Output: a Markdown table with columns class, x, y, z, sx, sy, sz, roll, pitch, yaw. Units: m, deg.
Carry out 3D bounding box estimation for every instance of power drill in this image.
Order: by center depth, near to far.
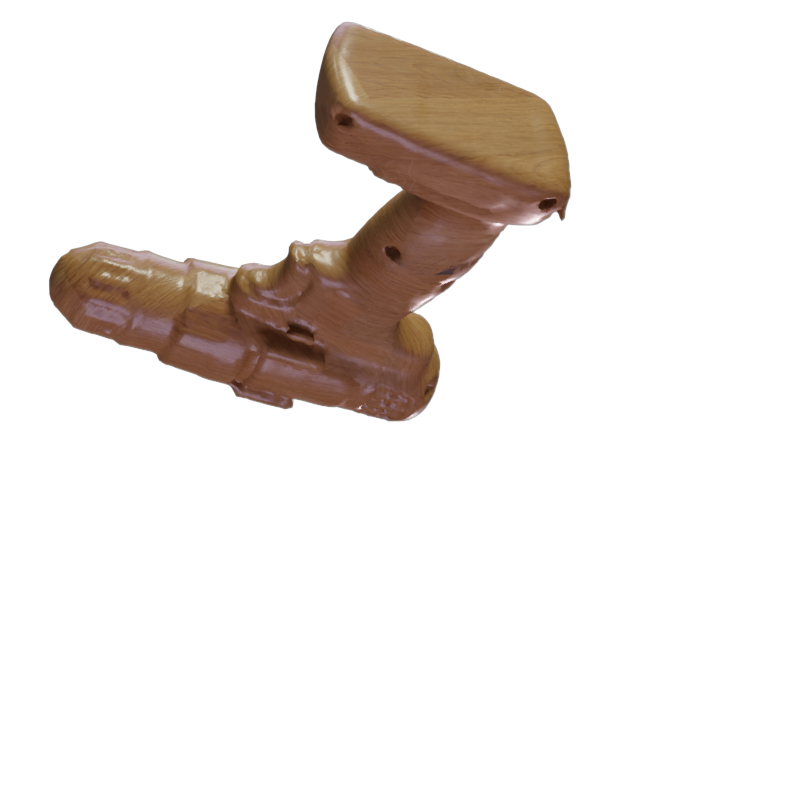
| class | x | y | z | sx | sy | sz | roll | pitch | yaw |
| --- | --- | --- | --- | --- | --- | --- | --- | --- | --- |
| power drill | -0.036 | -0.065 | 0.458 | 0.178 | 0.061 | 0.182 | 16 | -37 | -22 |
